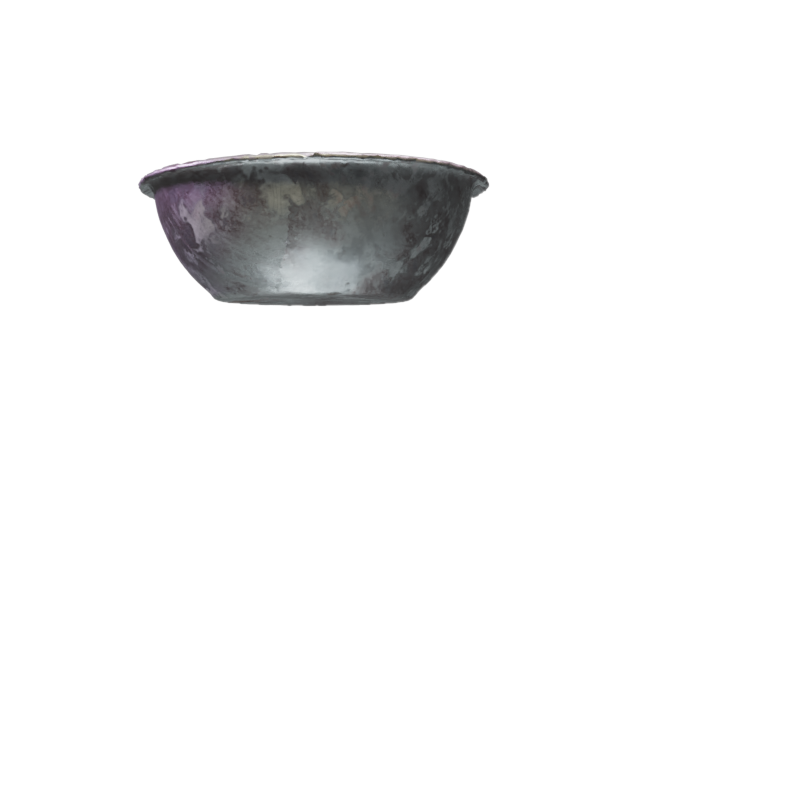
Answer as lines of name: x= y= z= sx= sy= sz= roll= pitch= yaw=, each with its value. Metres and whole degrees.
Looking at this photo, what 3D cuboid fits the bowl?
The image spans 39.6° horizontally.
bowl: x=-0.040 y=-0.073 z=0.514 sx=0.162 sy=0.055 sz=0.161 roll=0 pitch=1 yaw=-2
